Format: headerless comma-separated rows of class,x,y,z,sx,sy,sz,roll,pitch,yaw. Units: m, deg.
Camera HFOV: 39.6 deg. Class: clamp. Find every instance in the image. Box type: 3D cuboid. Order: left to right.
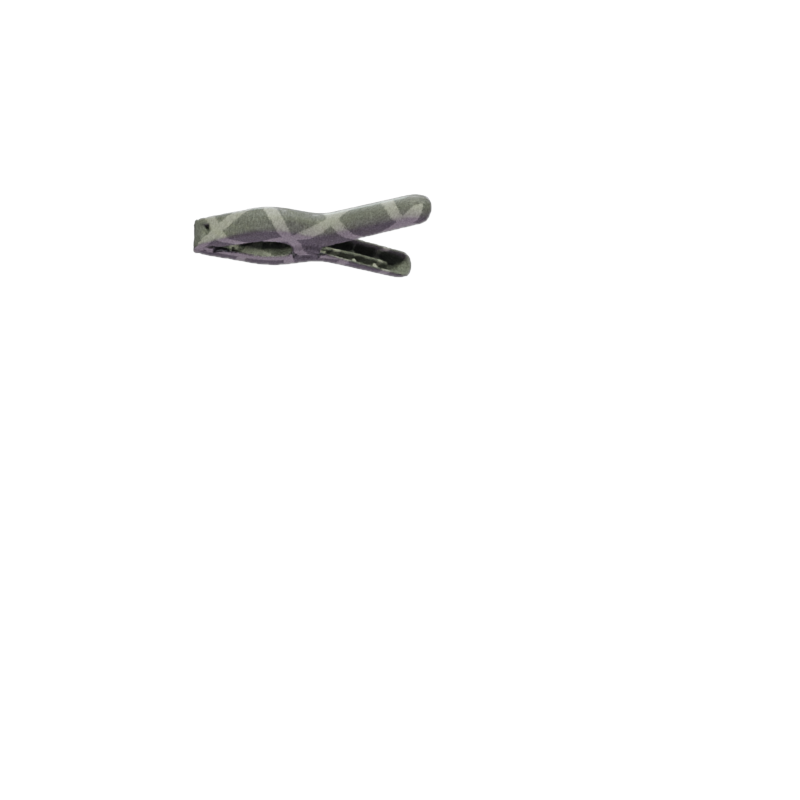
clamp,-0.078,-0.142,0.996,0.211,0.038,0.157,-1,-14,4
